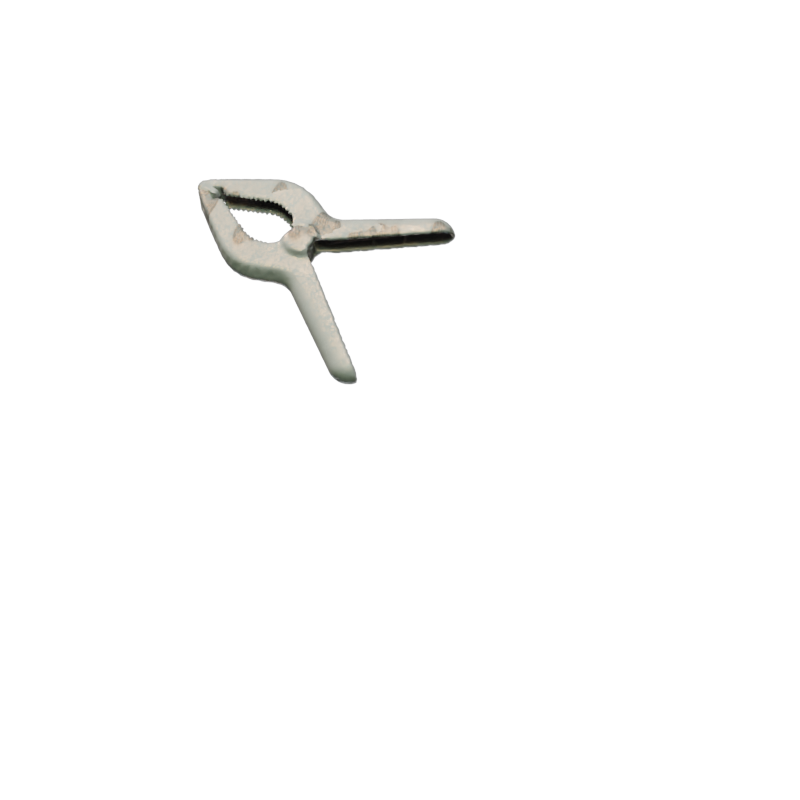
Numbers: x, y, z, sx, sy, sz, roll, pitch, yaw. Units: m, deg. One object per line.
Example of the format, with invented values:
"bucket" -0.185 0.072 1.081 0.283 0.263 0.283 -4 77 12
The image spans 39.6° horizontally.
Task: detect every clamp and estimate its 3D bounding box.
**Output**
"clamp" -0.071 -0.130 0.910 0.219 0.167 0.034 36 -23 18
